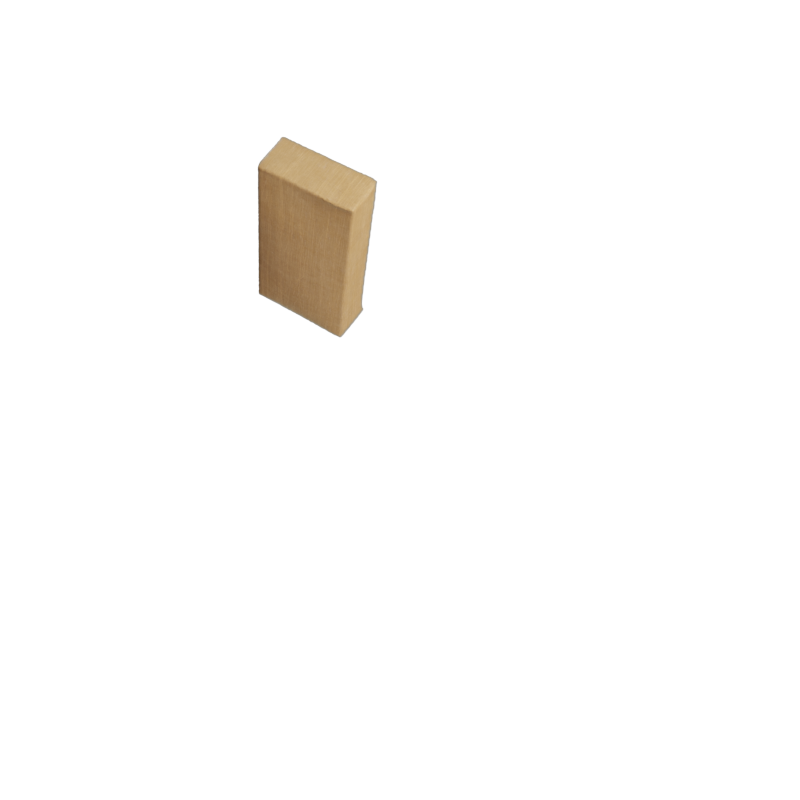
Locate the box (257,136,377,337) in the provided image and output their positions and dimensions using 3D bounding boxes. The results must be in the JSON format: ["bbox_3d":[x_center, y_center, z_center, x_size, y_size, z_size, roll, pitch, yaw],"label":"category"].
[{"bbox_3d":[-0.074,-0.135,0.946,0.097,0.049,0.165,29,-30,14],"label":"box"}]
